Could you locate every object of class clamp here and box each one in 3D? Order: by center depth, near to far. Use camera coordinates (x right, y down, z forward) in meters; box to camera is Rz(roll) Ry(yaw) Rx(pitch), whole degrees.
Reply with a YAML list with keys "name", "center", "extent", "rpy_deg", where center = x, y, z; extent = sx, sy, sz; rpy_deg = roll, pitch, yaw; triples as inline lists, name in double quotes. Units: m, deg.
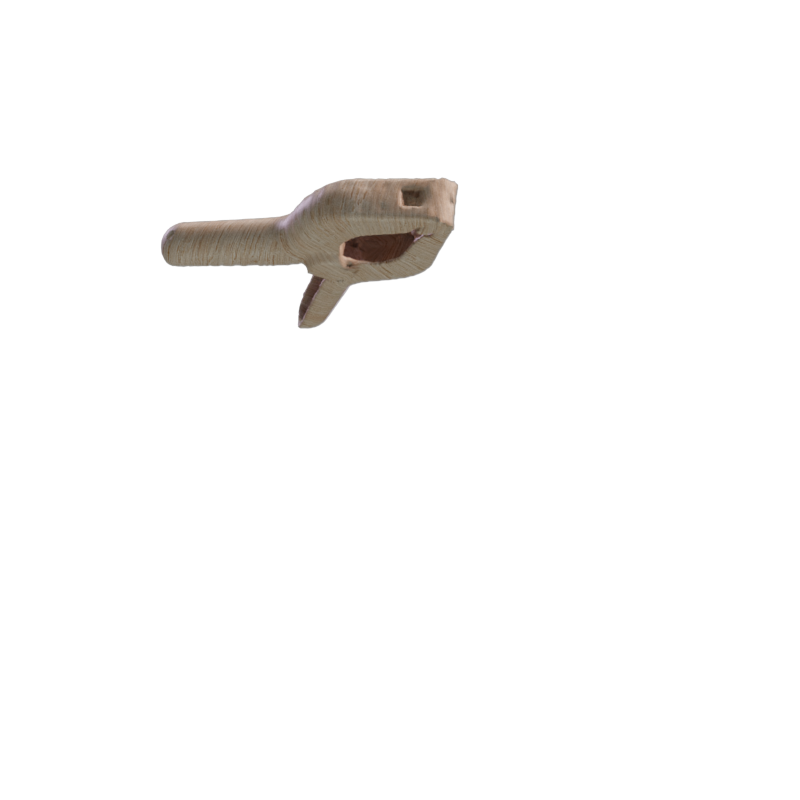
- name: "clamp"
  center: [-0.047, -0.086, 0.599]
  extent: [0.114, 0.041, 0.172]
  rpy_deg: [15, -25, -36]
